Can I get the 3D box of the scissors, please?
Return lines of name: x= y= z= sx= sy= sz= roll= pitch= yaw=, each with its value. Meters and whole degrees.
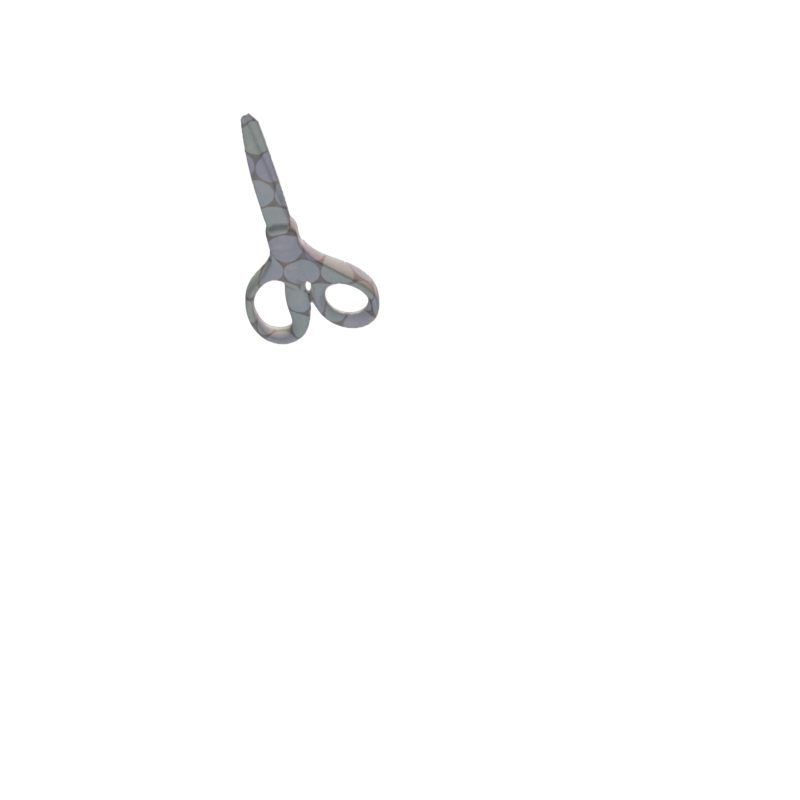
scissors: x=-0.053 y=-0.096 z=0.674 sx=0.095 sy=0.017 sz=0.190 roll=5 pitch=-36 yaw=-7
